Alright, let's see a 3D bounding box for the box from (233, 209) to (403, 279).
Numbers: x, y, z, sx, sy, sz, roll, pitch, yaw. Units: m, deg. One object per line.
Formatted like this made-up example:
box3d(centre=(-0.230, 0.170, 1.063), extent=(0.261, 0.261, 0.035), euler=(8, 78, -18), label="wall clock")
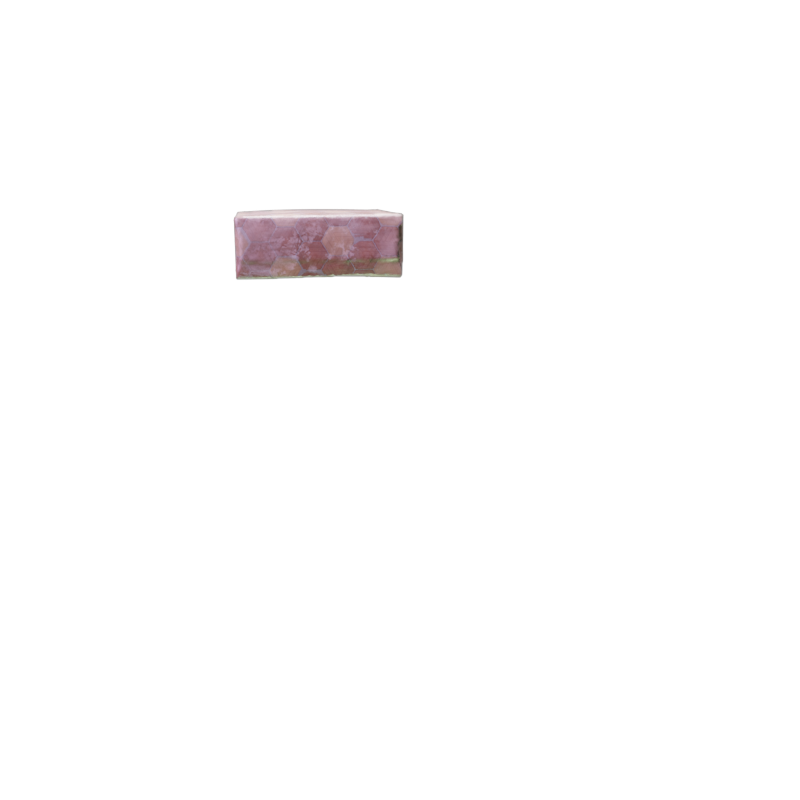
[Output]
box3d(centre=(-0.049, -0.090, 0.632), extent=(0.089, 0.038, 0.116), euler=(-1, 8, -6), label="box")
